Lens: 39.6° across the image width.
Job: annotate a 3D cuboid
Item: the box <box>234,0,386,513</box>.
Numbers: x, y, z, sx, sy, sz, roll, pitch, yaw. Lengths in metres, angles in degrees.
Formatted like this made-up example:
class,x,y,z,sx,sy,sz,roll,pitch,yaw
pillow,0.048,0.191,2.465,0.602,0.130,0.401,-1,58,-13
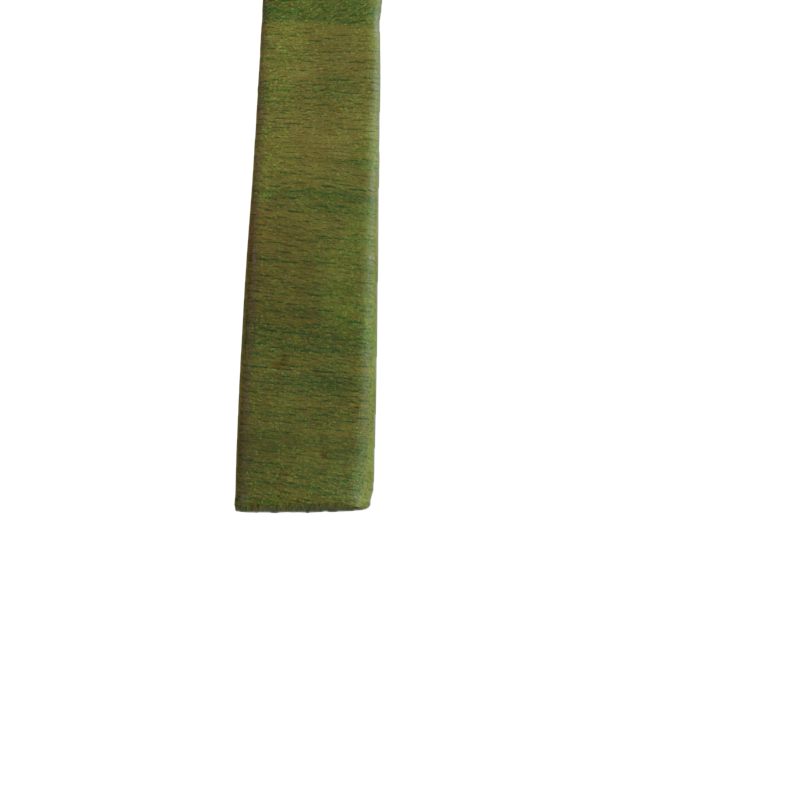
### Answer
class,x,y,z,sx,sy,sz,roll,pitch,yaw
box,-0.030,-0.054,0.381,0.048,0.180,0.092,0,-7,-3
